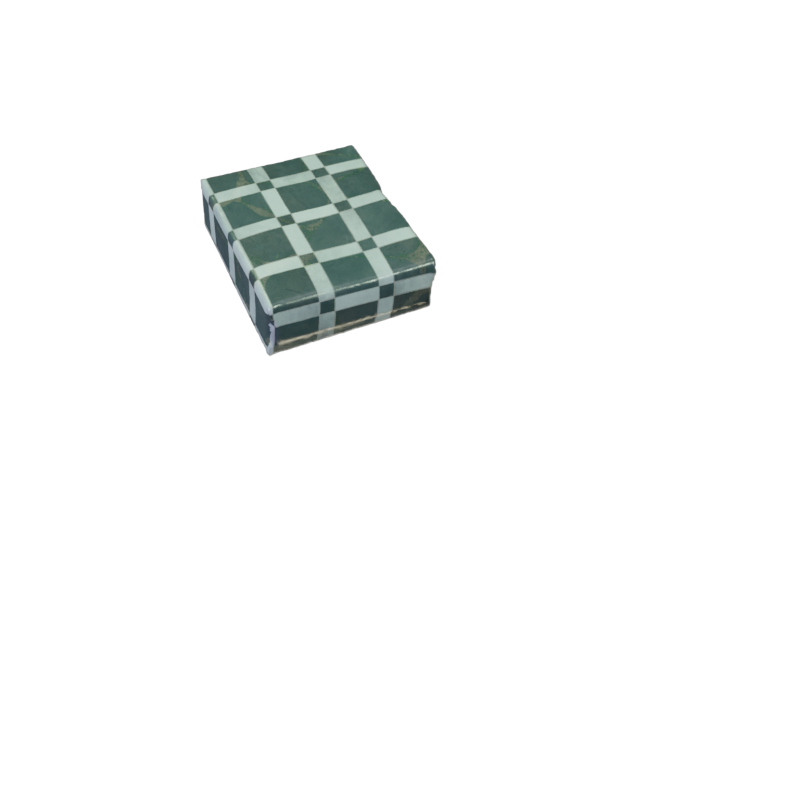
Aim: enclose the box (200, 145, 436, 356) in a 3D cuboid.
[{"bbox_3d":[-0.037,-0.067,0.470,0.072,0.028,0.097,-16,48,-16],"label":"box"}]
